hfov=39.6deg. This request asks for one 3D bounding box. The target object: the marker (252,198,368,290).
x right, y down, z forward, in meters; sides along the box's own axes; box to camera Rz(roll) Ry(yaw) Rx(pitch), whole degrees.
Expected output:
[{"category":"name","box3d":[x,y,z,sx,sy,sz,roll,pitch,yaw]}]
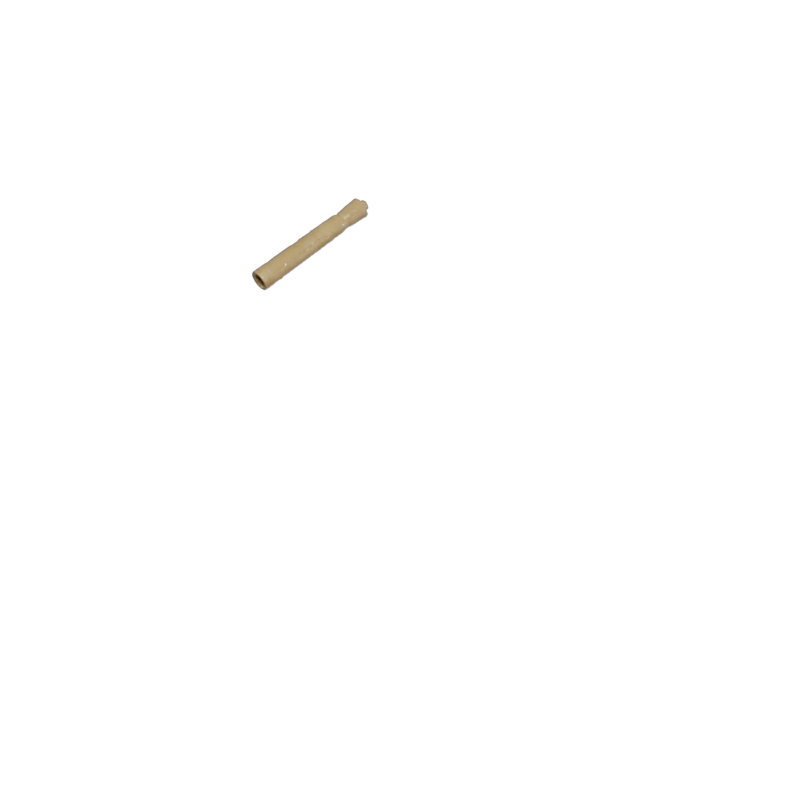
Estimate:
[{"category":"marker","box3d":[-0.073,-0.134,0.937,0.122,0.019,0.020,-40,22,-23]}]
